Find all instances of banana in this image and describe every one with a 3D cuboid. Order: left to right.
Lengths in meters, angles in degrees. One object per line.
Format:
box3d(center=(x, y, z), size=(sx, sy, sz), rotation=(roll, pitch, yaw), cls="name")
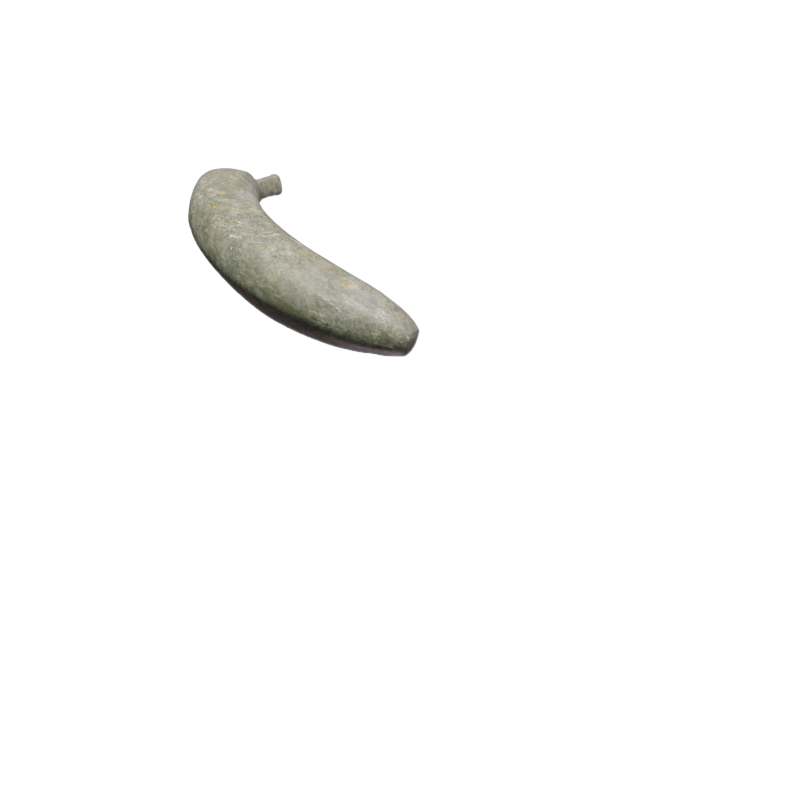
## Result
box3d(center=(-0.061, -0.075, 0.536), size=(0.068, 0.035, 0.213), rotation=(-12, 35, -19), cls="banana")
